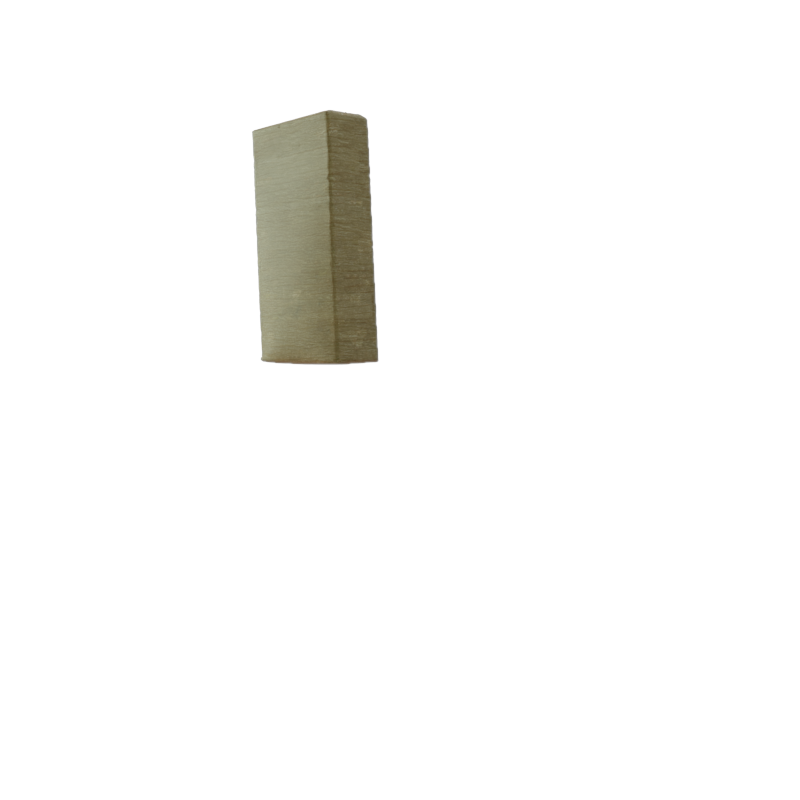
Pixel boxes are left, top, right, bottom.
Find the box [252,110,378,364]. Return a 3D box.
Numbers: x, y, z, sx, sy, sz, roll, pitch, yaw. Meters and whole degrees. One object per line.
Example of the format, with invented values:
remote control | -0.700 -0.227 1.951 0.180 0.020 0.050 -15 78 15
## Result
box | -0.063 -0.115 0.803 0.046 0.178 0.096 4 -5 -42
